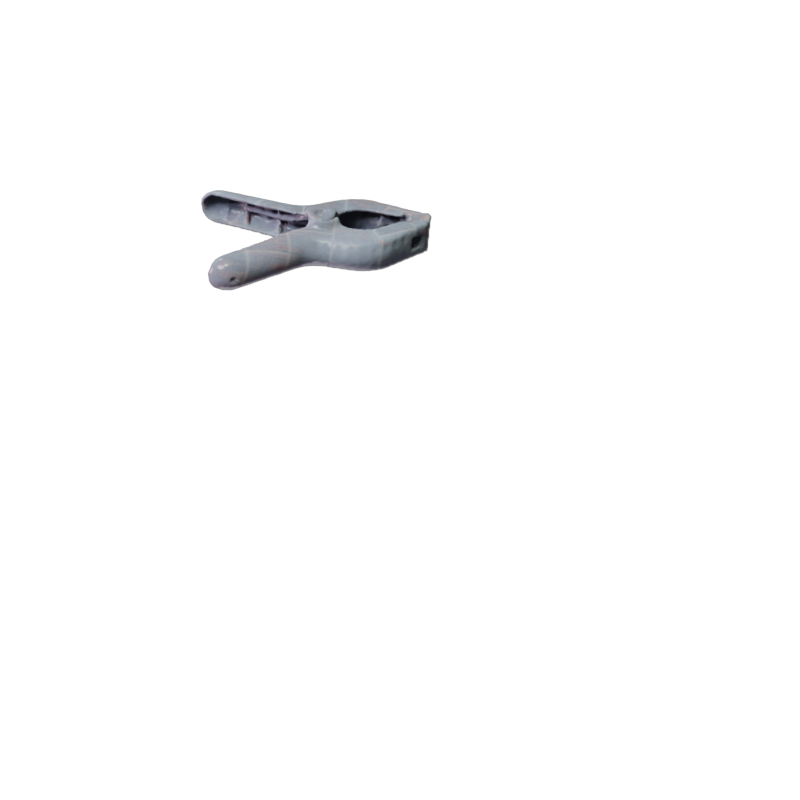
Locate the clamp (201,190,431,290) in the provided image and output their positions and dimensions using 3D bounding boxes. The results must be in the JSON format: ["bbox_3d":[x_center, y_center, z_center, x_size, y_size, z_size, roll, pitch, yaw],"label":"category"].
[{"bbox_3d":[-0.062,-0.113,0.793,0.171,0.037,0.128,0,40,0],"label":"clamp"}]
